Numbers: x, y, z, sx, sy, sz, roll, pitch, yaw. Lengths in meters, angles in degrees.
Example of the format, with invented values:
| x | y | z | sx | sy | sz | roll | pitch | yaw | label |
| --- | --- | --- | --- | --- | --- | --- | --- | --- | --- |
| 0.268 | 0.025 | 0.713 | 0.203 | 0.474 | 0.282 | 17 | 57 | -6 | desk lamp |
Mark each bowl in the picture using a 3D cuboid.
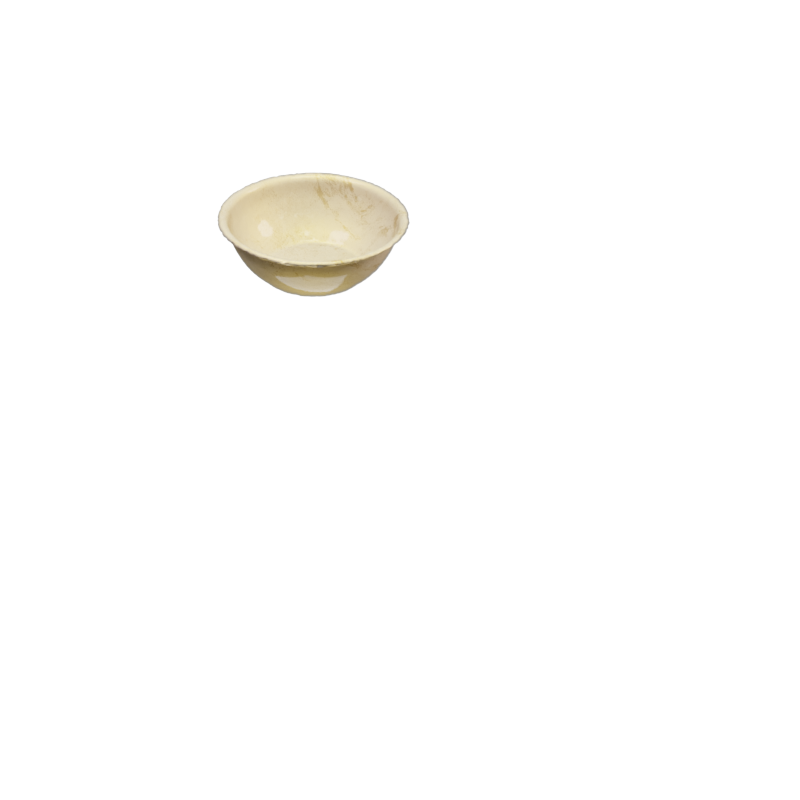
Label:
| x | y | z | sx | sy | sz | roll | pitch | yaw | label |
| --- | --- | --- | --- | --- | --- | --- | --- | --- | --- |
| -0.074 | -0.136 | 0.950 | 0.162 | 0.052 | 0.173 | -1 | 36 | -2 | bowl |
